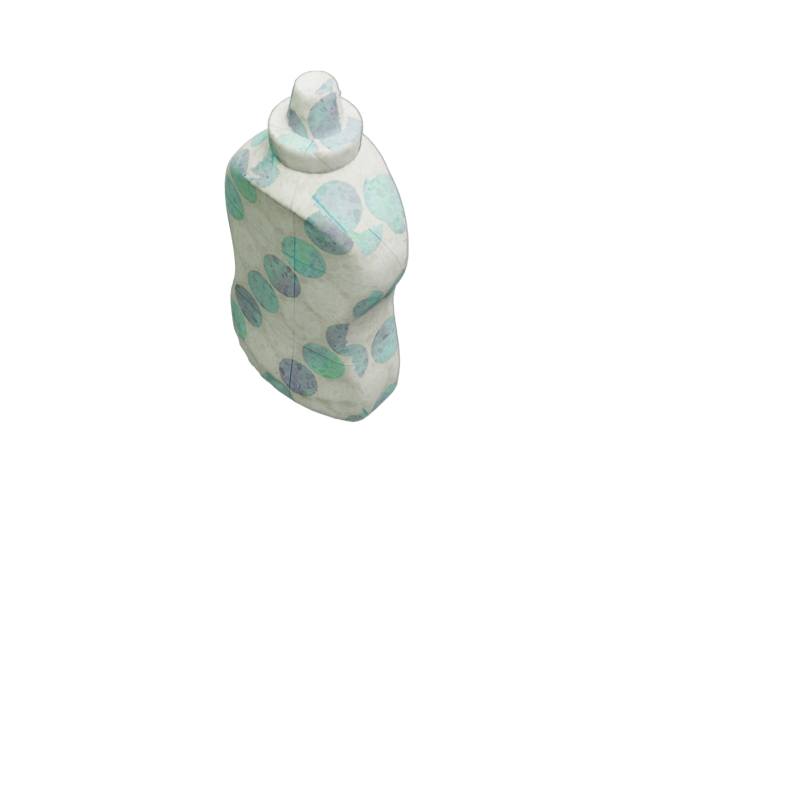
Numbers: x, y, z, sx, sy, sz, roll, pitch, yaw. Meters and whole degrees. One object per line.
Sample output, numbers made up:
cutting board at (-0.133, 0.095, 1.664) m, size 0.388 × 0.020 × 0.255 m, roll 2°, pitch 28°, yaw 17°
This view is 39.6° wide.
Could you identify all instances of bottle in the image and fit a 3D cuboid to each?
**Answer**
bottle at (-0.041, -0.075, 0.526) m, size 0.102 × 0.179 × 0.059 m, roll 38°, pitch 59°, yaw 24°
